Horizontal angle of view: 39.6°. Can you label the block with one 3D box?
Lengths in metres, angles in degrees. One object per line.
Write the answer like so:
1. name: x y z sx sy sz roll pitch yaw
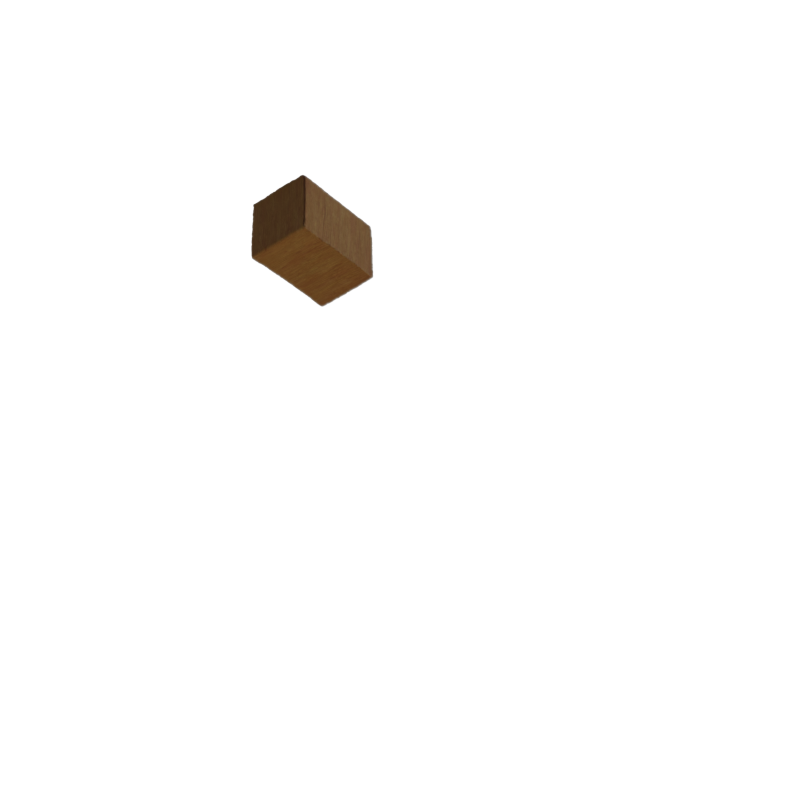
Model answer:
1. block: -0.063 -0.115 0.807 0.053 0.055 0.073 -28 -44 30
